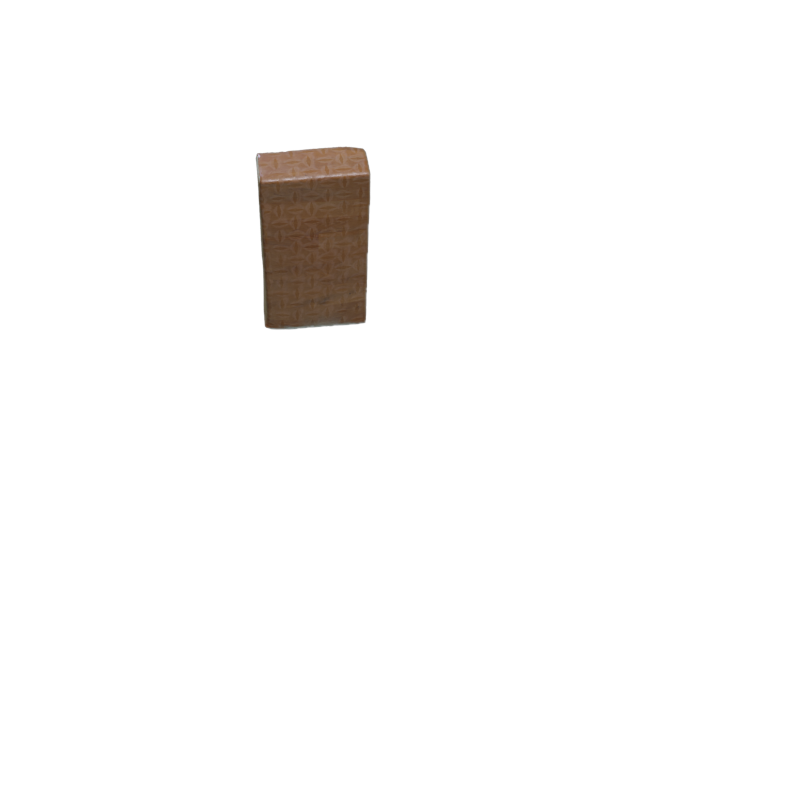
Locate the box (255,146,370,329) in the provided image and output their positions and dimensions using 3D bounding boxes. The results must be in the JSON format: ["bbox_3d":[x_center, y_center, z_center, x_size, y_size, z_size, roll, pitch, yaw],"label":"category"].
[{"bbox_3d":[-0.075,-0.137,0.958,0.093,0.164,0.052,-3,44,-7],"label":"box"}]
